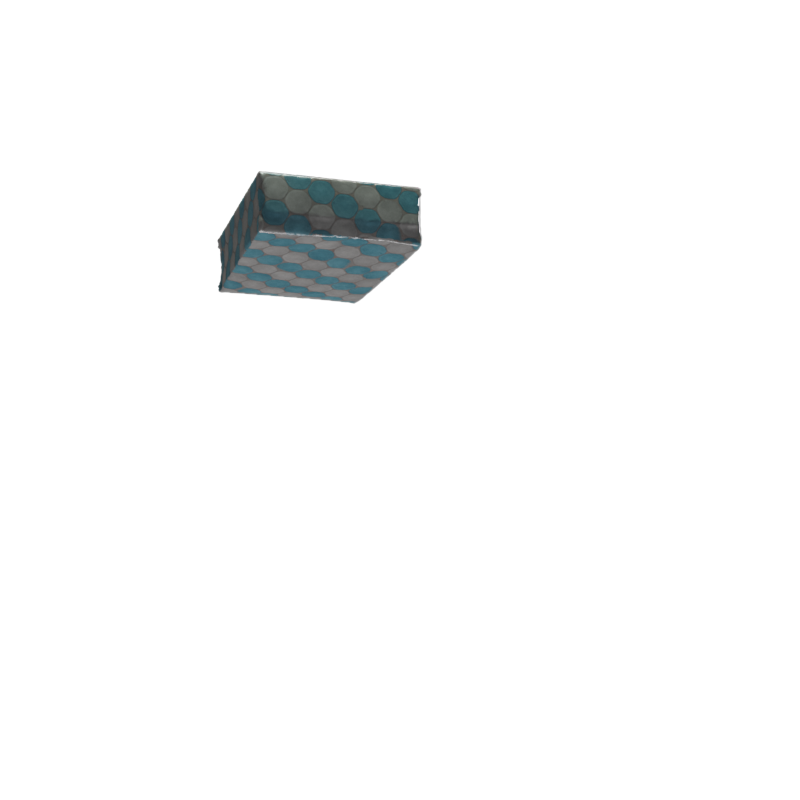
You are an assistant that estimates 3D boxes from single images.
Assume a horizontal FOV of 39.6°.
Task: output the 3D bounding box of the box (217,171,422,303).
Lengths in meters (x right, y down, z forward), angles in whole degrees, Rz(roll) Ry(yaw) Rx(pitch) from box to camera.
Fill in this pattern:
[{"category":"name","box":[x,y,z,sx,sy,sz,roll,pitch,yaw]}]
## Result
[{"category":"box","box":[-0.048,-0.089,0.620,0.088,0.041,0.112,5,-16,-18]}]
